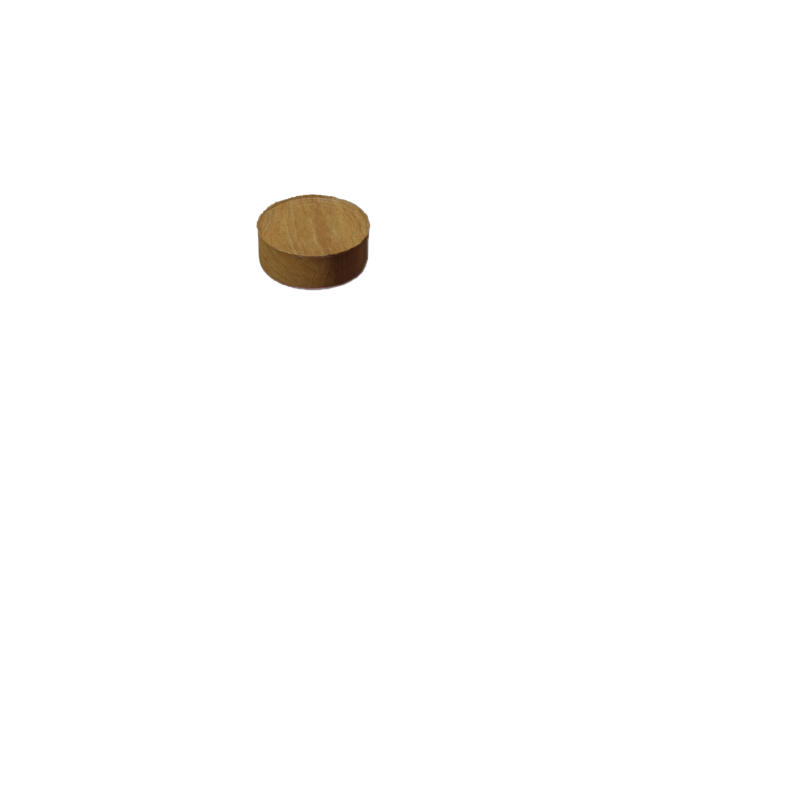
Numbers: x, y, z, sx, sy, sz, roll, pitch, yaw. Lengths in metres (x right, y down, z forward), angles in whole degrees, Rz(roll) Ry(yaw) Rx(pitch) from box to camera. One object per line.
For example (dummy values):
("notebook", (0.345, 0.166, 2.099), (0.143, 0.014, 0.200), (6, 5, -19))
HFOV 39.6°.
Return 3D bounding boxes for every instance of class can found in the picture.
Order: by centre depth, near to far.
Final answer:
("can", (-0.066, -0.121, 0.845), (0.086, 0.031, 0.092), (-1, 39, -2))
